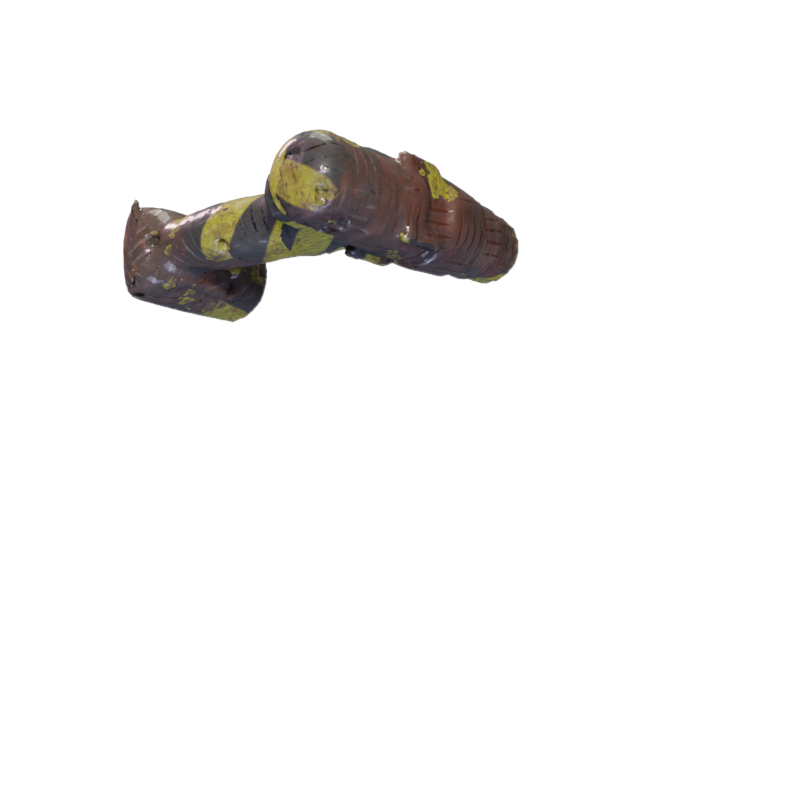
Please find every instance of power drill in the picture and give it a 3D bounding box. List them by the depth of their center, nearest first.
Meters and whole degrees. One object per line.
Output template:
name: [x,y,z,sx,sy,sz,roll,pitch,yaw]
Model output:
power drill: [-0.049,-0.089,0.626,0.191,0.060,0.173,-11,-17,38]
